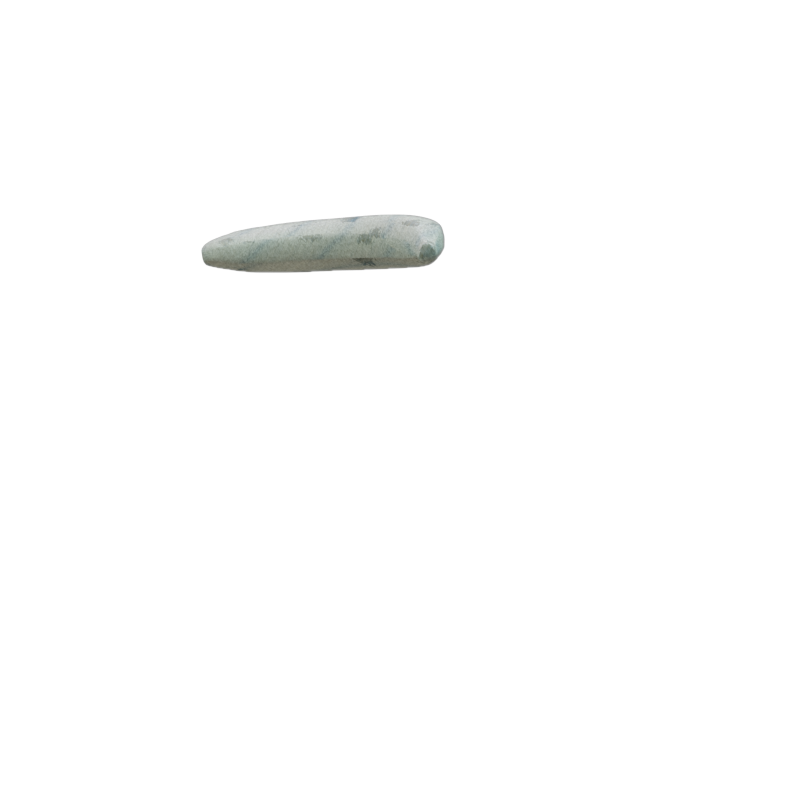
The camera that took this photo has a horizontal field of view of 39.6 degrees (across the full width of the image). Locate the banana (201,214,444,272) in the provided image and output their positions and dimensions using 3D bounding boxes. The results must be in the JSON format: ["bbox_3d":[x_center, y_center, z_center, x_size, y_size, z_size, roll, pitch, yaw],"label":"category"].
[{"bbox_3d":[-0.044,-0.106,0.749,0.205,0.037,0.067,3,3,37],"label":"banana"}]
